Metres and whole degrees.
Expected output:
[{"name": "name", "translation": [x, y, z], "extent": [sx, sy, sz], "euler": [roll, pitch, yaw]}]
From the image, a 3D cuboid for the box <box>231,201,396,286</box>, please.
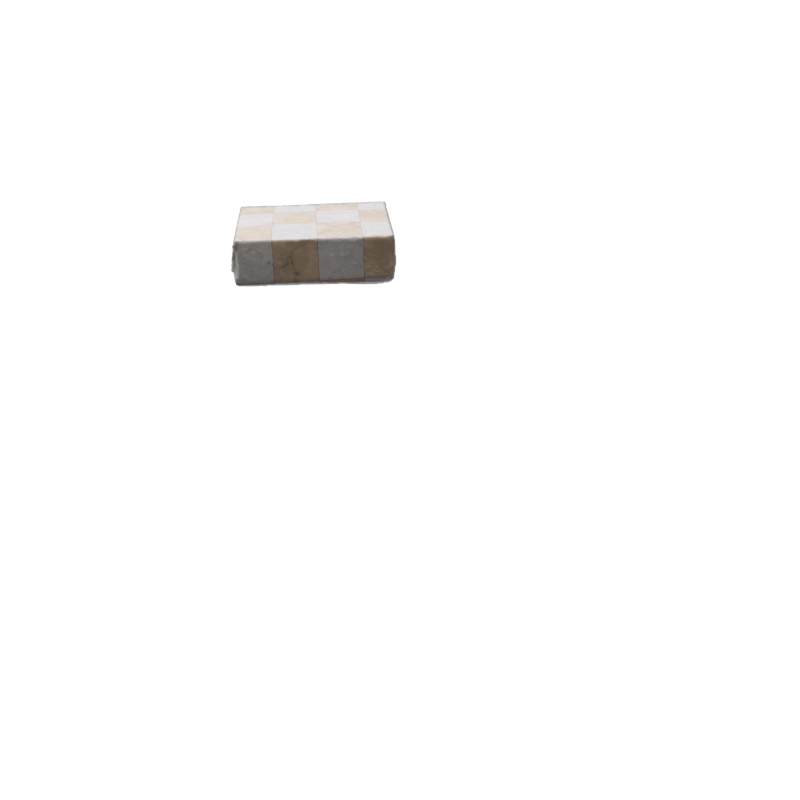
[{"name": "box", "translation": [-0.062, -0.114, 0.797], "extent": [0.113, 0.037, 0.094], "euler": [-1, 24, -2]}]
